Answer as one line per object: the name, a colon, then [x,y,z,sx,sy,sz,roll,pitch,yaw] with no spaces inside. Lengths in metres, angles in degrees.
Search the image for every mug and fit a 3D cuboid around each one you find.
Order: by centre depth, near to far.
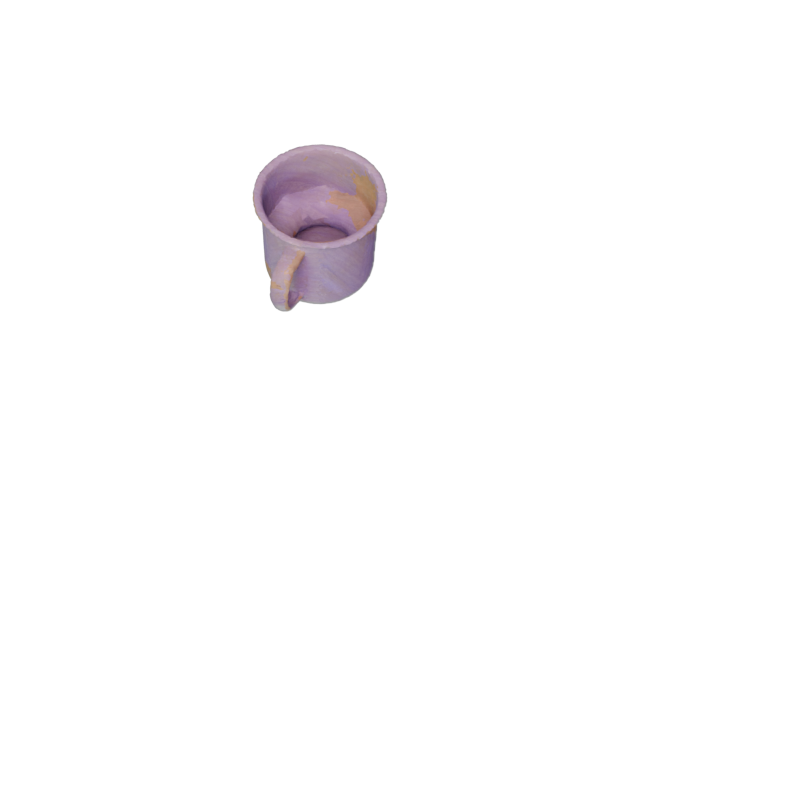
mug: [-0.062,-0.113,0.790,0.095,0.122,0.076,17,-32,10]
